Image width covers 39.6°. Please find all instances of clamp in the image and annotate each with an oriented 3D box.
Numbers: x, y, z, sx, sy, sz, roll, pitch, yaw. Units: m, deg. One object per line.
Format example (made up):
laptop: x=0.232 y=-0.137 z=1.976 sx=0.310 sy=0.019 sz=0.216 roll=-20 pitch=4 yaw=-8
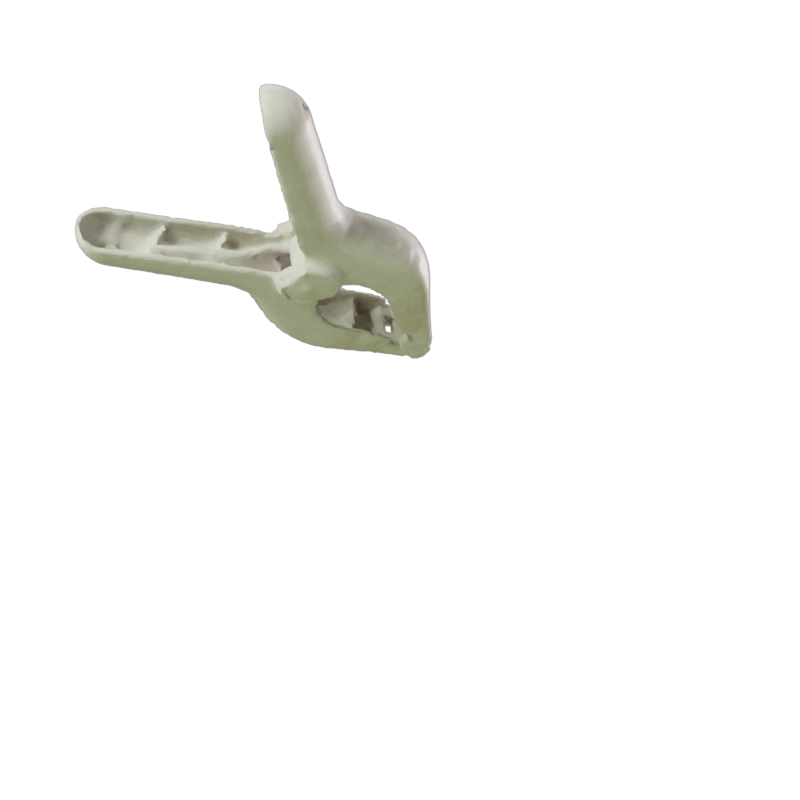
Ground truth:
clamp: x=-0.037 y=-0.067 z=0.472 sx=0.162 sy=0.042 sz=0.120 roll=21 pitch=-34 yaw=-36
